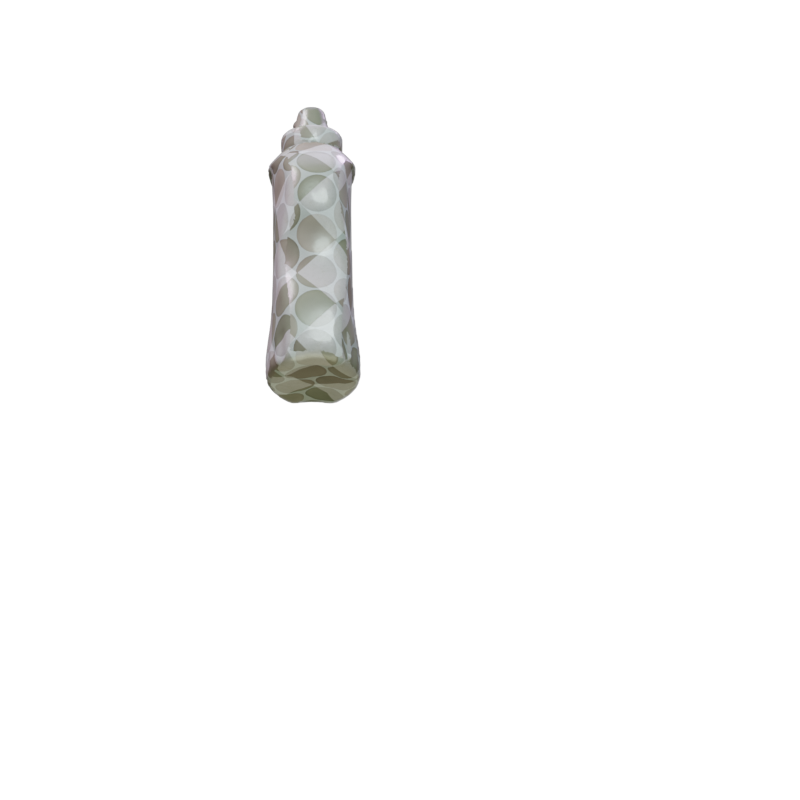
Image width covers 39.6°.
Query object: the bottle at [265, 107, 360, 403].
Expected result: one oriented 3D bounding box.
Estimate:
[{"bbox_3d":[-0.056,-0.101,0.710,0.058,0.202,0.091,-1,-22,-2],"label":"bottle"}]
